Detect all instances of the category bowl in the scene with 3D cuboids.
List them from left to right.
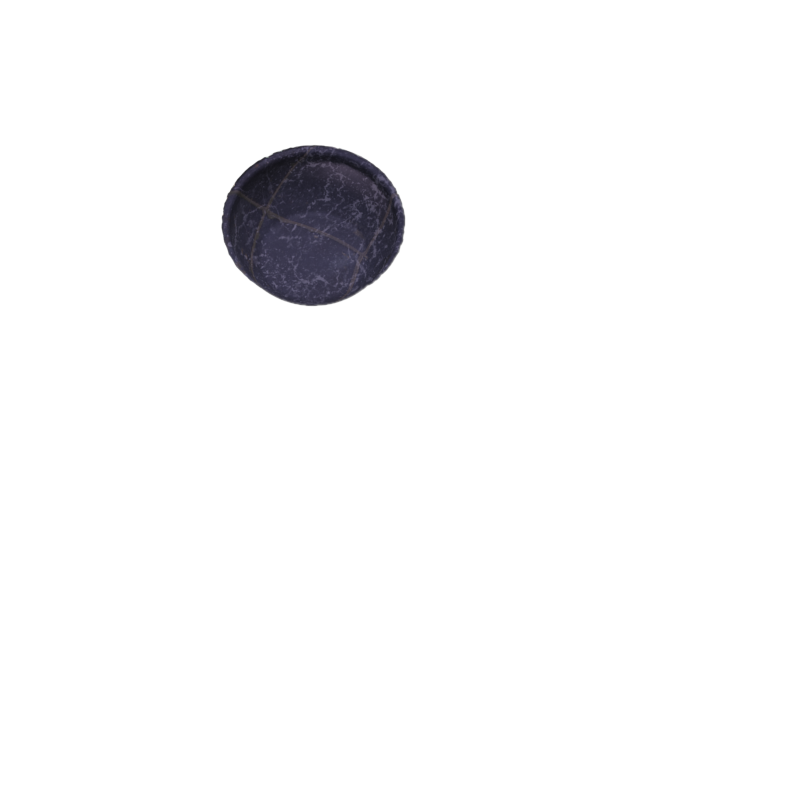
[{"bbox_3d":[-0.075,-0.136,0.954,0.162,0.152,0.059,1,35,-1],"label":"bowl"}]
